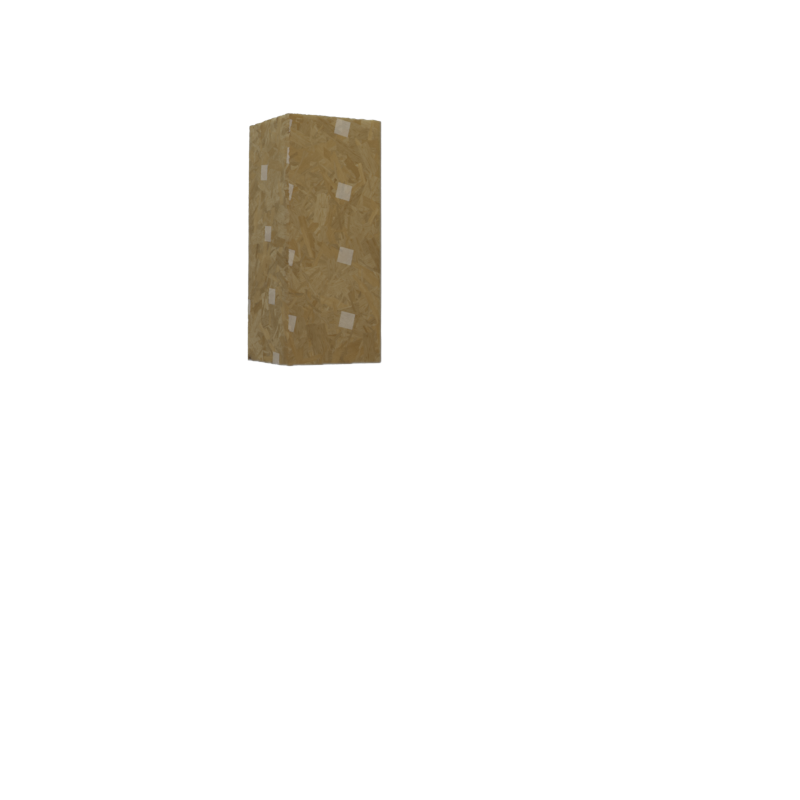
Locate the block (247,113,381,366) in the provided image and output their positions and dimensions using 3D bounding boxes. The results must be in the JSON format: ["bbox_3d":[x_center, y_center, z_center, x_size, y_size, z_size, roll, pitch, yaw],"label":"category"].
[{"bbox_3d":[-0.075,-0.137,0.957,0.088,0.207,0.093,1,-1,-28],"label":"block"}]
